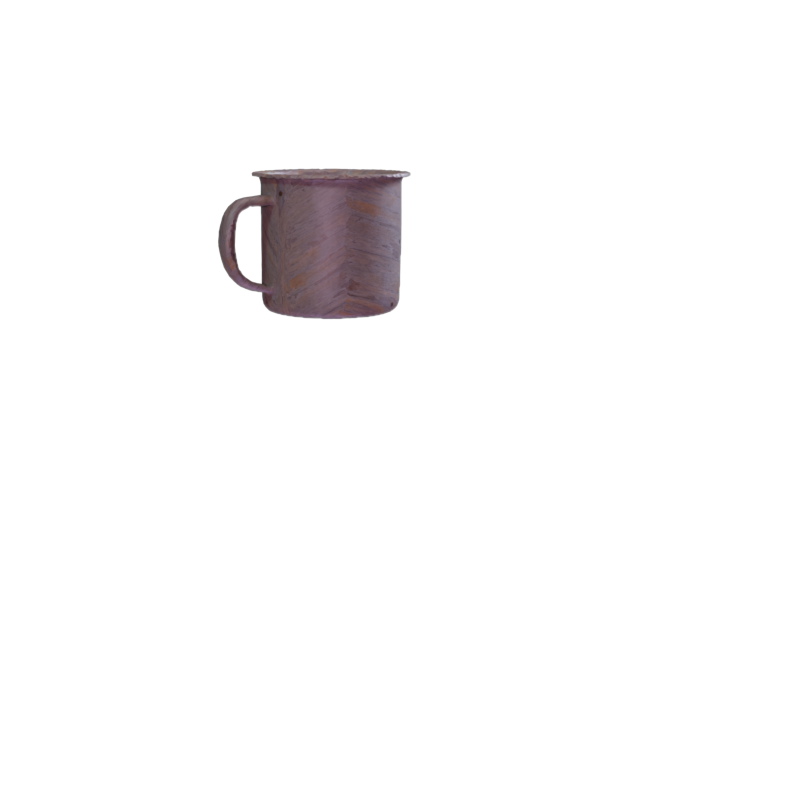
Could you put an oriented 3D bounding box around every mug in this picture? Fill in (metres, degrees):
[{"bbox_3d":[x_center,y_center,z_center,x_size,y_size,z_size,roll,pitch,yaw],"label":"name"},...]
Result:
[{"bbox_3d":[-0.051,-0.092,0.645,0.114,0.080,0.098,-7,13,-32],"label":"mug"}]
